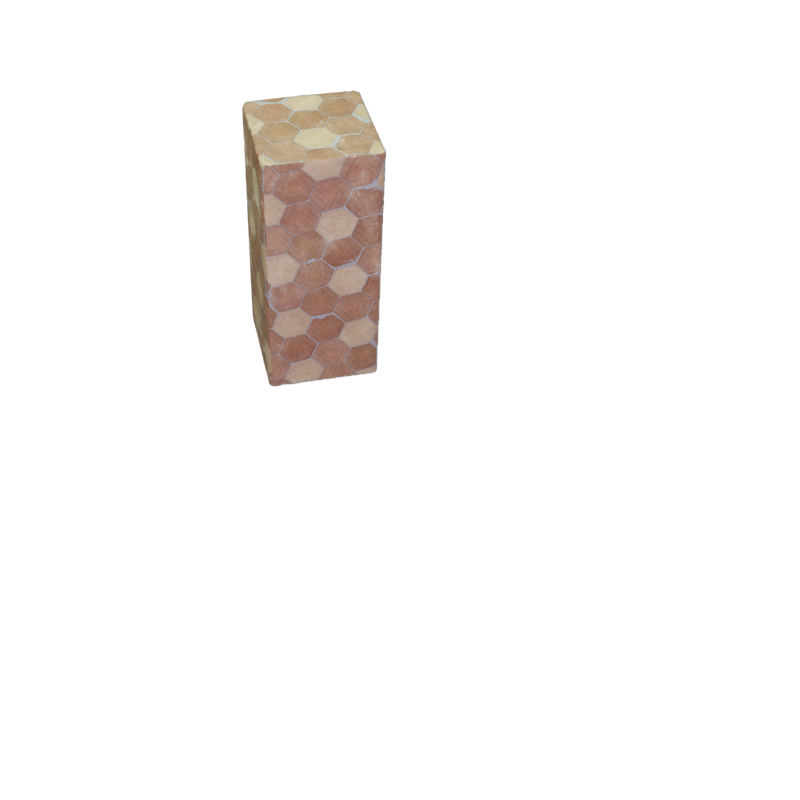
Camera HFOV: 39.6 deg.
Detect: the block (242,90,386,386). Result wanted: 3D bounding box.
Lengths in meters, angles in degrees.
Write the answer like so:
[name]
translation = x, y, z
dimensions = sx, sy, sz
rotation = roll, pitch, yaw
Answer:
[block]
translation = -0.067, -0.121, 0.844
dimensions = 0.089, 0.192, 0.098
rotation = -7, 42, -12
